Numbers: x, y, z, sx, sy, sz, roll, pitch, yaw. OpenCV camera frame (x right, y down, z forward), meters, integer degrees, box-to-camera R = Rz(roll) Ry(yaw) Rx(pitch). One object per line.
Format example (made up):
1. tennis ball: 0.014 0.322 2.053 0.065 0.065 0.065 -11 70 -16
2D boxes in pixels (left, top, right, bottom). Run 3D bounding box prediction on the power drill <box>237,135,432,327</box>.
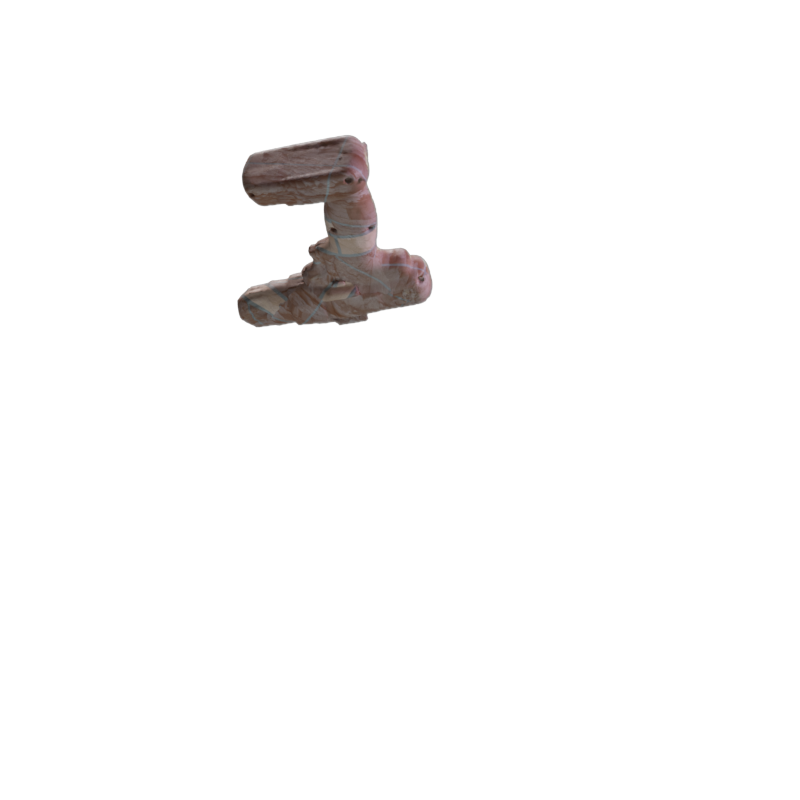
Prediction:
1. power drill: -0.077 -0.140 0.983 0.186 0.062 0.173 -10 -42 10
